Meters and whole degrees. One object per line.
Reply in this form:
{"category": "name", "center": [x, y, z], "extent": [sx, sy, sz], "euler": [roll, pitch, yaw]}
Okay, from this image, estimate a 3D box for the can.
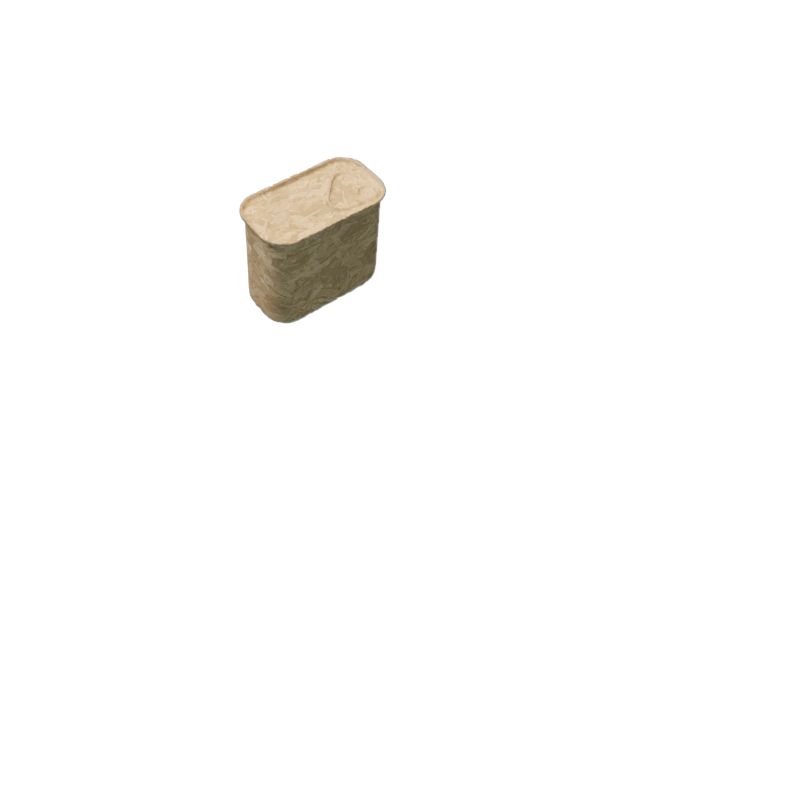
{"category": "can", "center": [-0.062, -0.113, 0.792], "extent": [0.102, 0.078, 0.062], "euler": [-30, 56, -25]}
